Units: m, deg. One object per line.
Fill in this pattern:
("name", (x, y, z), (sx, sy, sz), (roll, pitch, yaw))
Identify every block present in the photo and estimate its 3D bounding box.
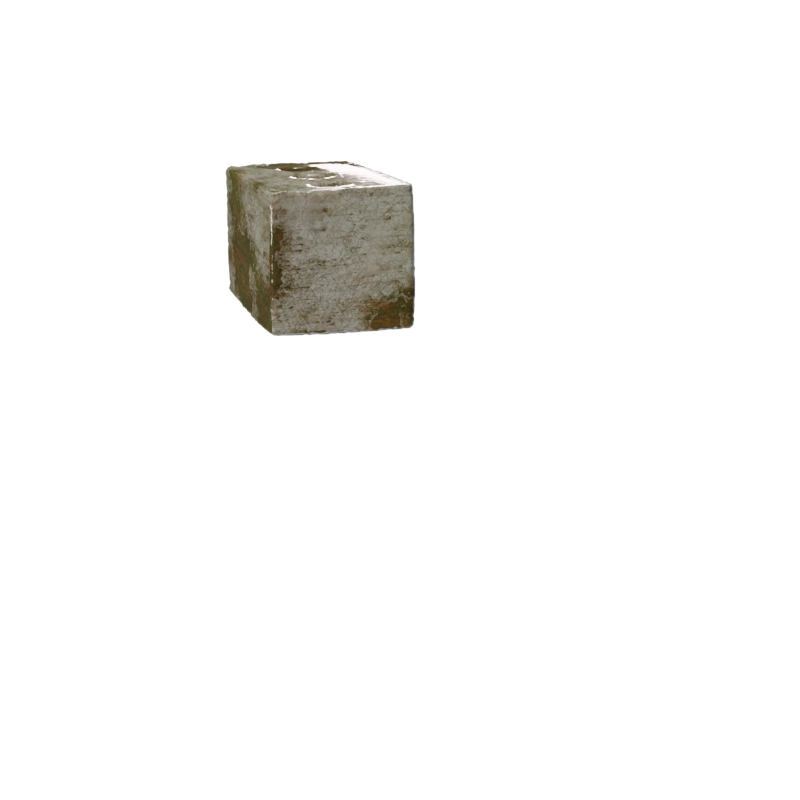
("block", (-0.032, -0.059, 0.413), (0.052, 0.050, 0.082), (-5, 17, -19))
